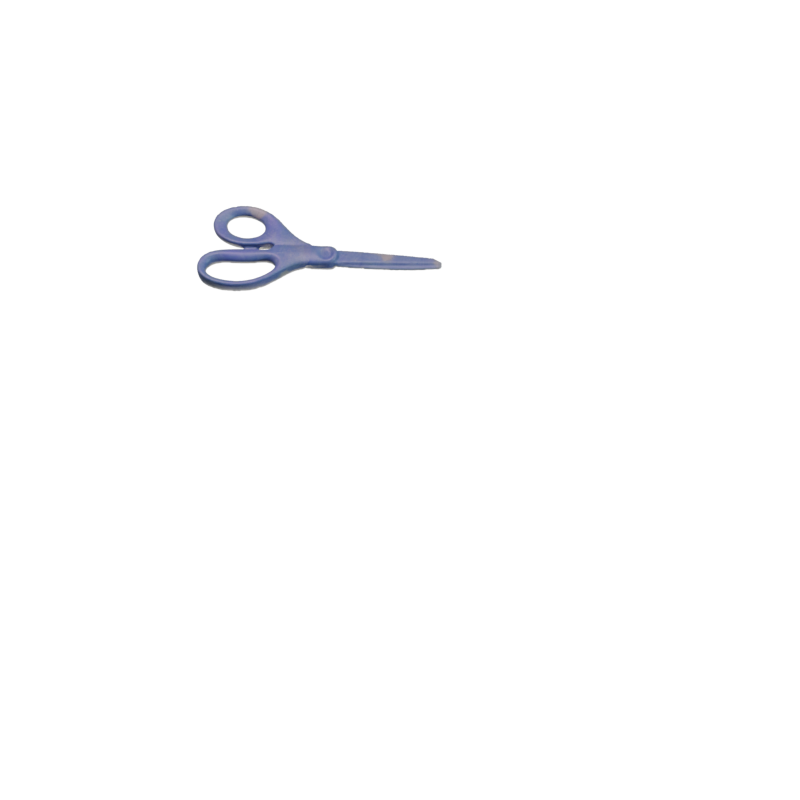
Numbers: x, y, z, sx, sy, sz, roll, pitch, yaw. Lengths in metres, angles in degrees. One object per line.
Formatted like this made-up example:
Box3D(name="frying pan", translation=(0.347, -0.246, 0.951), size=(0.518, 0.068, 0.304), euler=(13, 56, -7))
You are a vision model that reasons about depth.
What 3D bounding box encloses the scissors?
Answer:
Box3D(name="scissors", translation=(-0.074, -0.135, 0.945), size=(0.200, 0.104, 0.015), euler=(-9, -36, -7))
